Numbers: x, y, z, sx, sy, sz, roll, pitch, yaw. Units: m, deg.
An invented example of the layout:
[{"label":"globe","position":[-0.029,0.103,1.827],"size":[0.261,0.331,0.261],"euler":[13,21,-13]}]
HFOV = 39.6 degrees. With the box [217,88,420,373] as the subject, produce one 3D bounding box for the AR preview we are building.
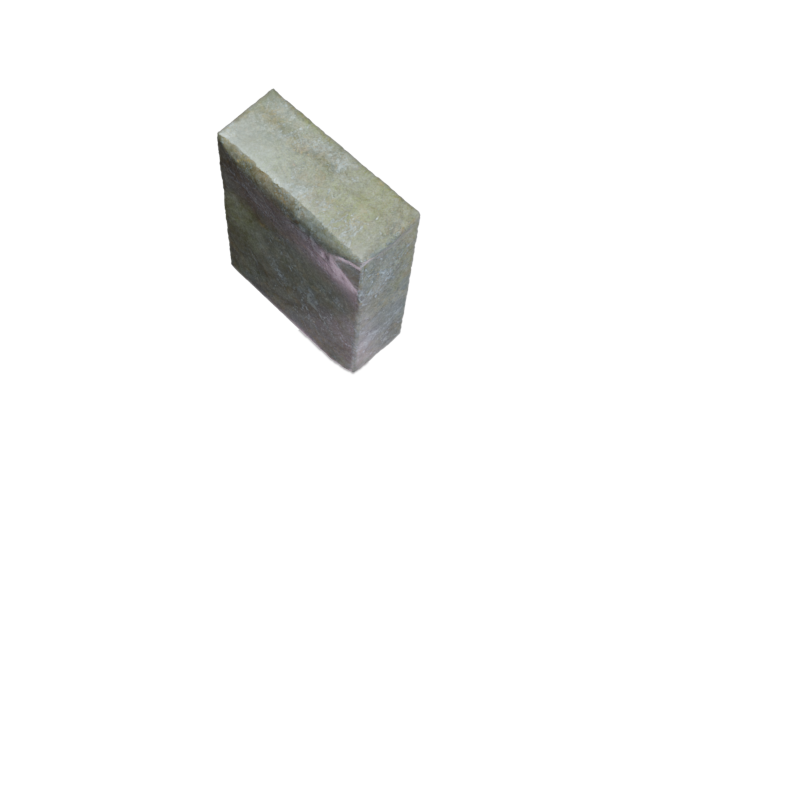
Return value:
[{"label":"box","position":[-0.073,-0.133,0.928],"size":[0.073,0.172,0.202],"euler":[-41,-17,-19]}]
